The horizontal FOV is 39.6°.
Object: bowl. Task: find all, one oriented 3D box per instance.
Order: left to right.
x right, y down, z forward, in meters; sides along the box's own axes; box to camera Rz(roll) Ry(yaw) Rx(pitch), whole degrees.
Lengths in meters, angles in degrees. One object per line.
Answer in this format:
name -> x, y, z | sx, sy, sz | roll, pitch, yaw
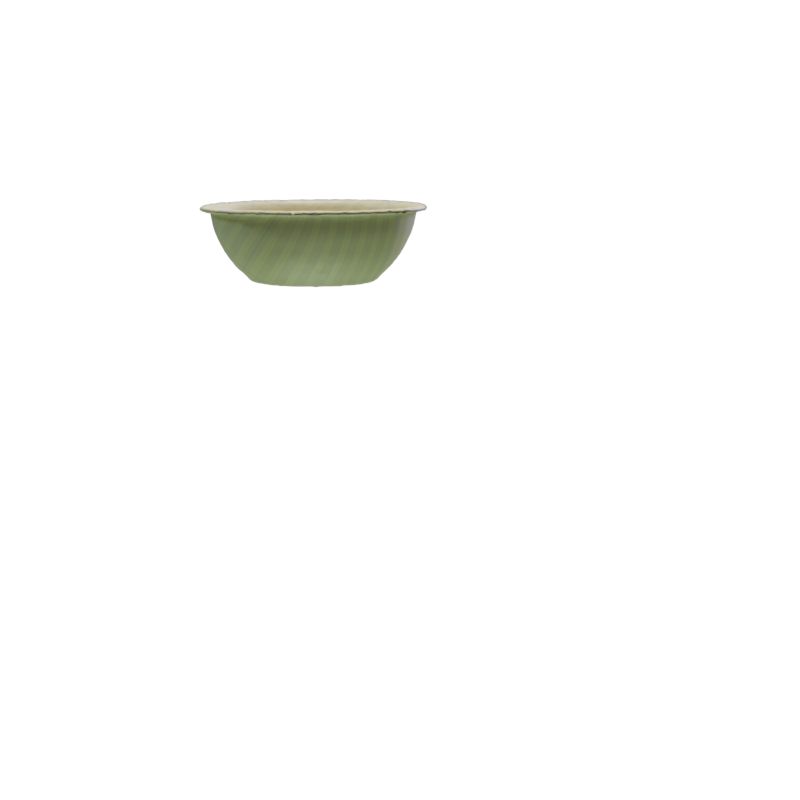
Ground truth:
bowl -> -0.062, -0.113, 0.795 | 0.162, 0.054, 0.166 | 0, 12, -2
